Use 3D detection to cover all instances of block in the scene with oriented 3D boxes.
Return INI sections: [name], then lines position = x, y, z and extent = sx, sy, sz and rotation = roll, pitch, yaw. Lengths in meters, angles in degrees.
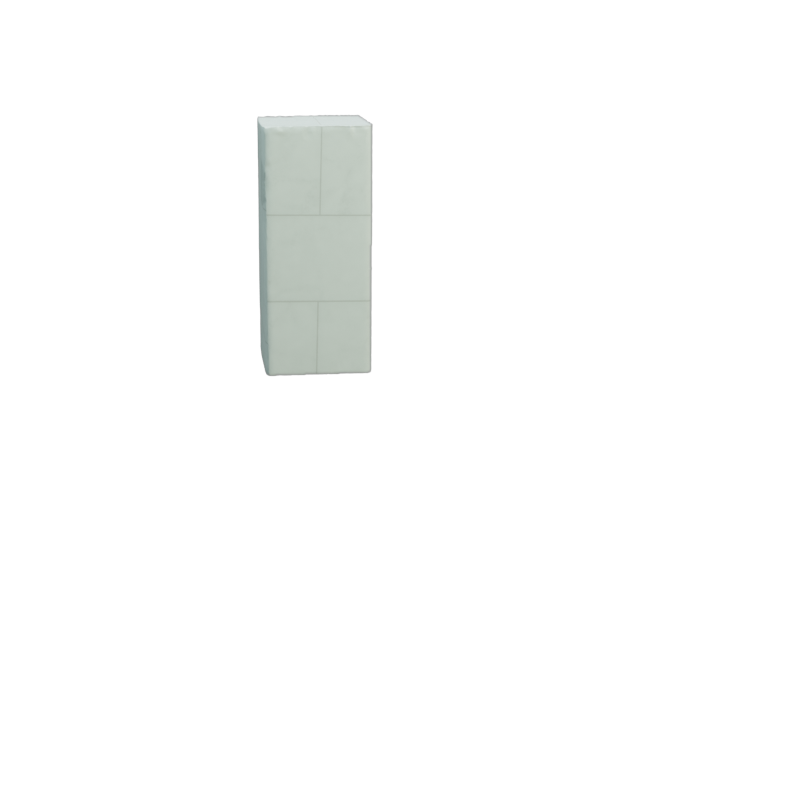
[block]
position = -0.073, -0.133, 0.936
extent = 0.090, 0.200, 0.094
rotation = -1, 14, -8
